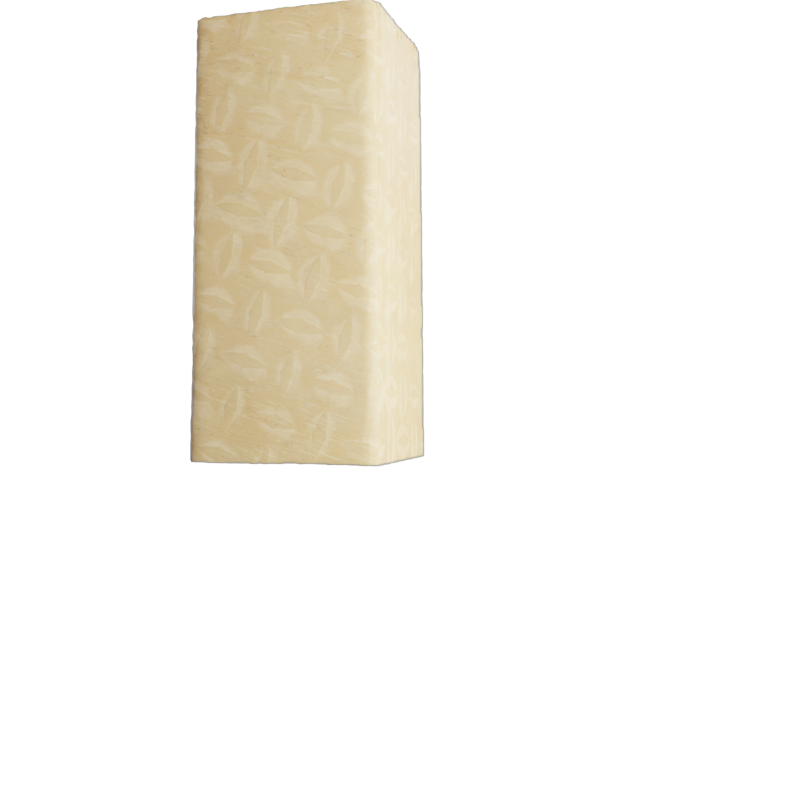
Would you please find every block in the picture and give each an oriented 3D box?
[{"bbox_3d":[-0.041,-0.076,0.534,0.092,0.210,0.087,-2,-7,17],"label":"block"}]
